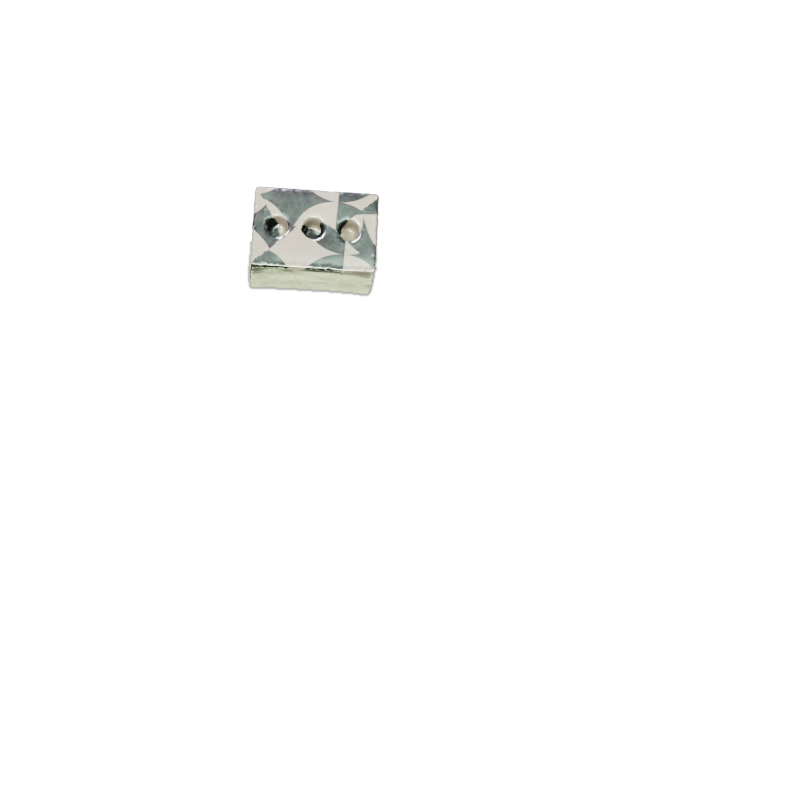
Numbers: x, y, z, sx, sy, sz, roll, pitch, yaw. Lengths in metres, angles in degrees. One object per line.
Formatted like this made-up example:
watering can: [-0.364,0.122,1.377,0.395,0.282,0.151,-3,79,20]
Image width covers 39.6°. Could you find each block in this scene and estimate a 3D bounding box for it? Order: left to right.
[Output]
block: [-0.054,-0.099,0.693,0.078,0.055,0.049,3,-15,0]
